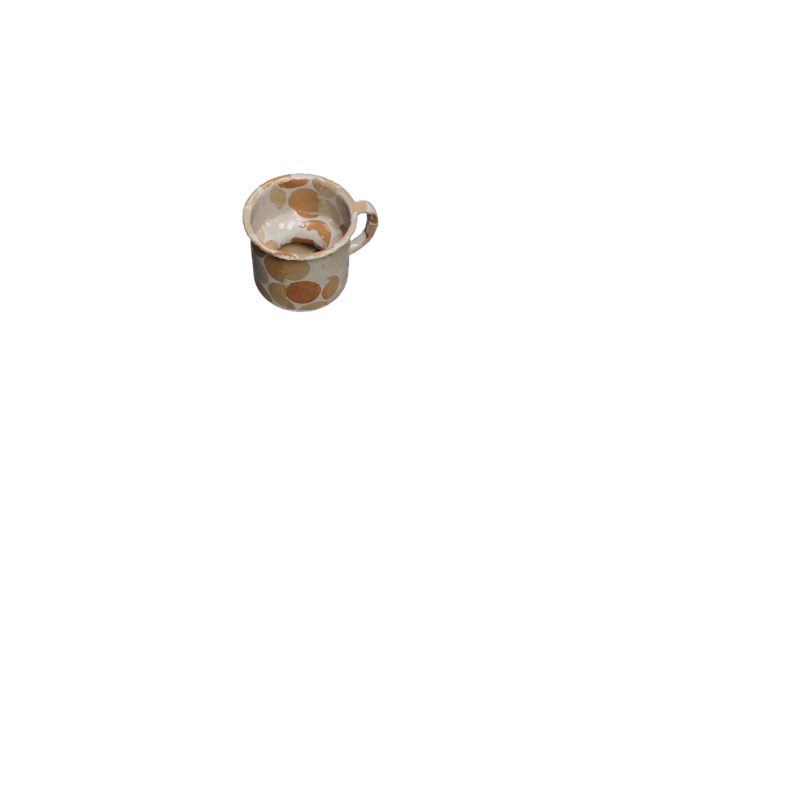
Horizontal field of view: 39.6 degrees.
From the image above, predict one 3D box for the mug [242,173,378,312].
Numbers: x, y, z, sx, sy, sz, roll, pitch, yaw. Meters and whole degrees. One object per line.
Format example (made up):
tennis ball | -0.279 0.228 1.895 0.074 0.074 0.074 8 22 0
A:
mug | -0.072 -0.132 0.924 0.116 0.100 0.076 -23 -33 -18
